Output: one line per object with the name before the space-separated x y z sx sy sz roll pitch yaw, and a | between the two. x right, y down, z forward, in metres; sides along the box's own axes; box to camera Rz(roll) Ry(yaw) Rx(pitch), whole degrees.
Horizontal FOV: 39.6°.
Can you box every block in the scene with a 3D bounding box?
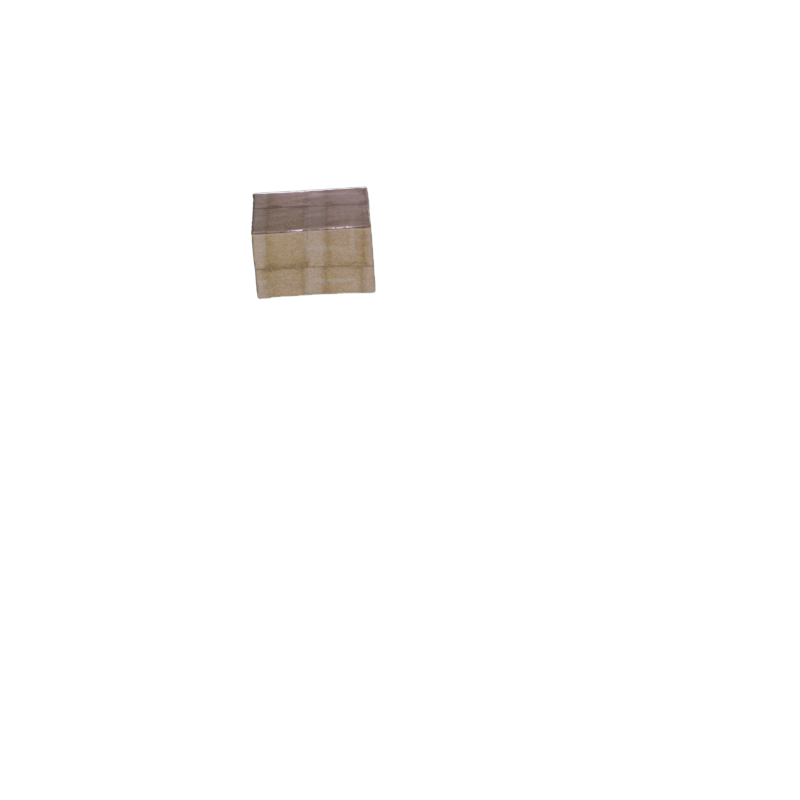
block | -0.056 -0.103 0.720 0.078 0.049 0.055 -2 38 0
